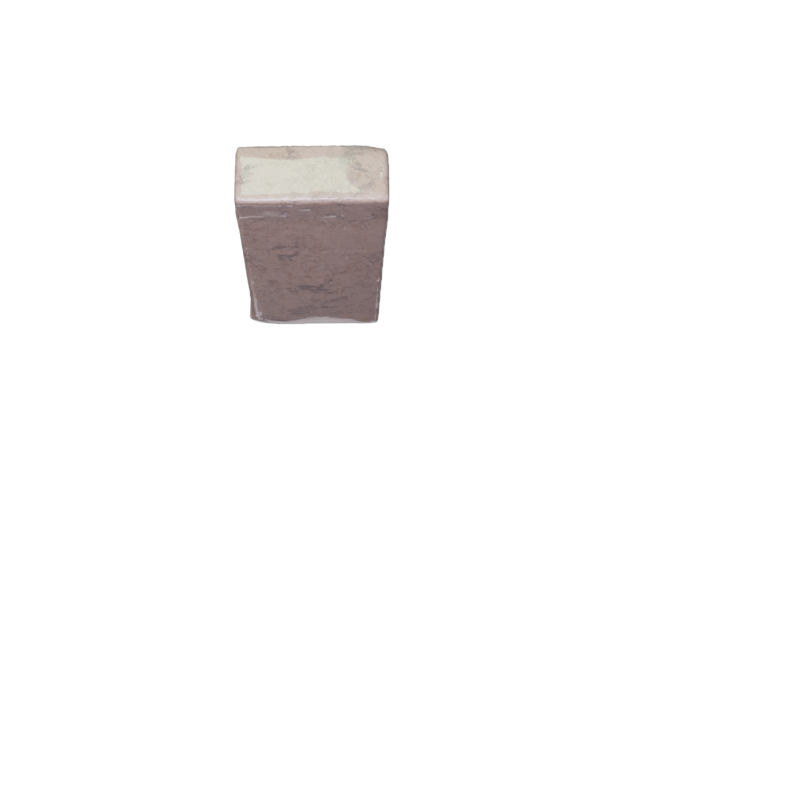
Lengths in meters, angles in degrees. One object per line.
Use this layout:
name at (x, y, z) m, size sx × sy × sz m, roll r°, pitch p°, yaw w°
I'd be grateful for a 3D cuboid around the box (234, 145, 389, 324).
box at (-0.057, -0.104, 0.727) m, size 0.093 × 0.051 × 0.167 m, roll 1°, pitch -24°, yaw -3°
